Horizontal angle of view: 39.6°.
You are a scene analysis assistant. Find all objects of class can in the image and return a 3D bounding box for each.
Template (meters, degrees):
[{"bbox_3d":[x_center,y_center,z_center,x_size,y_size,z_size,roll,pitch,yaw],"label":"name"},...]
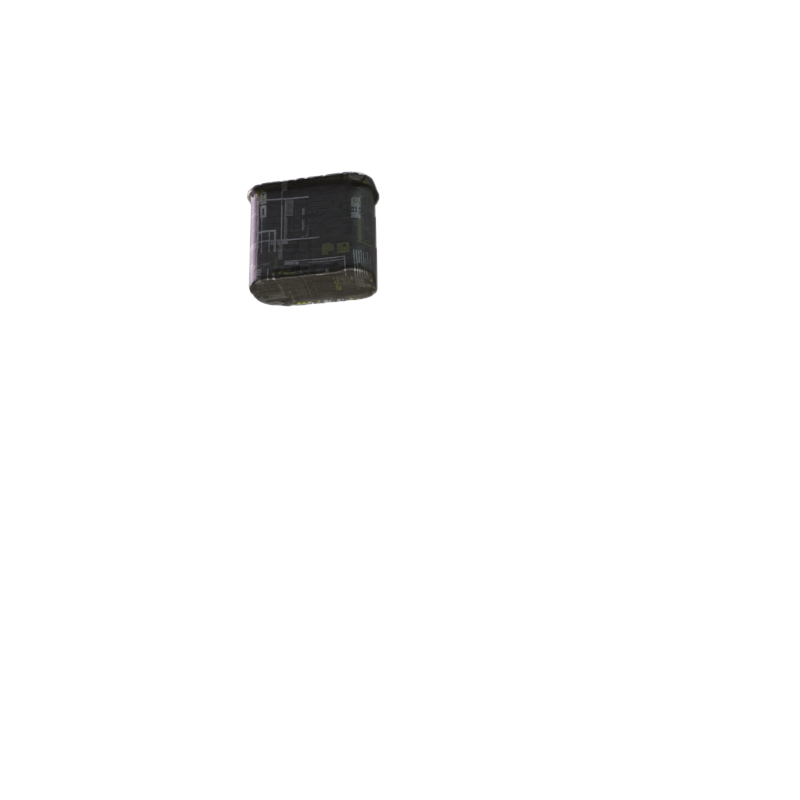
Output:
[{"bbox_3d":[-0.067,-0.122,0.855,0.103,0.089,0.054,-6,-25,11],"label":"can"}]
